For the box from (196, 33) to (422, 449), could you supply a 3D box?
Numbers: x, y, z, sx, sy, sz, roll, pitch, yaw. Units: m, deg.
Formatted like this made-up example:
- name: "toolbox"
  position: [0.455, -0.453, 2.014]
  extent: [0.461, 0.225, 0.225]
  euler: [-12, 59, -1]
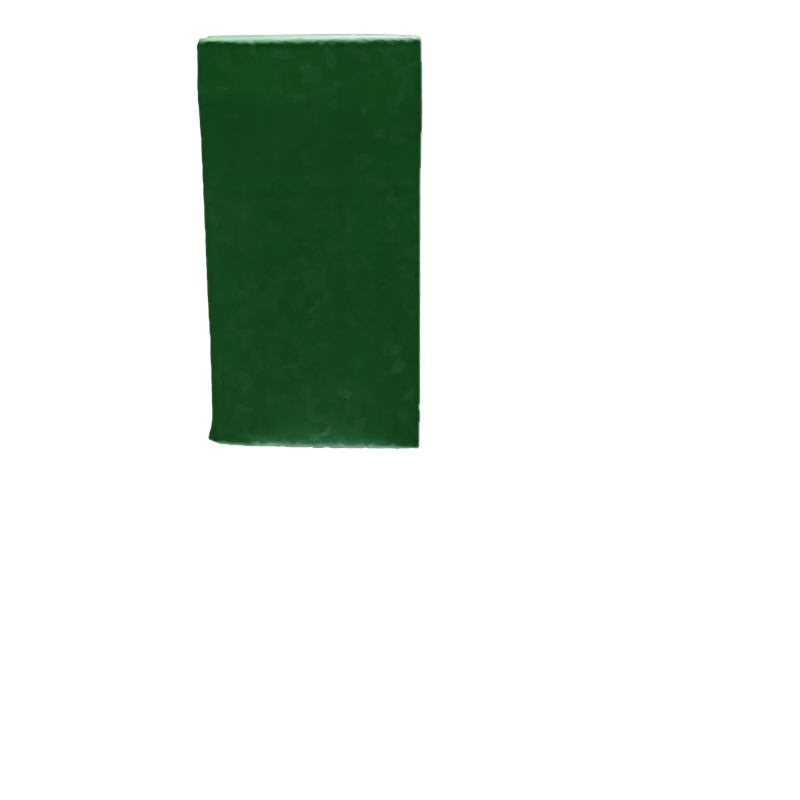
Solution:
- name: "box"
  position: [-0.037, -0.068, 0.479]
  extent: [0.093, 0.172, 0.049]
  euler: [1, 11, 1]
